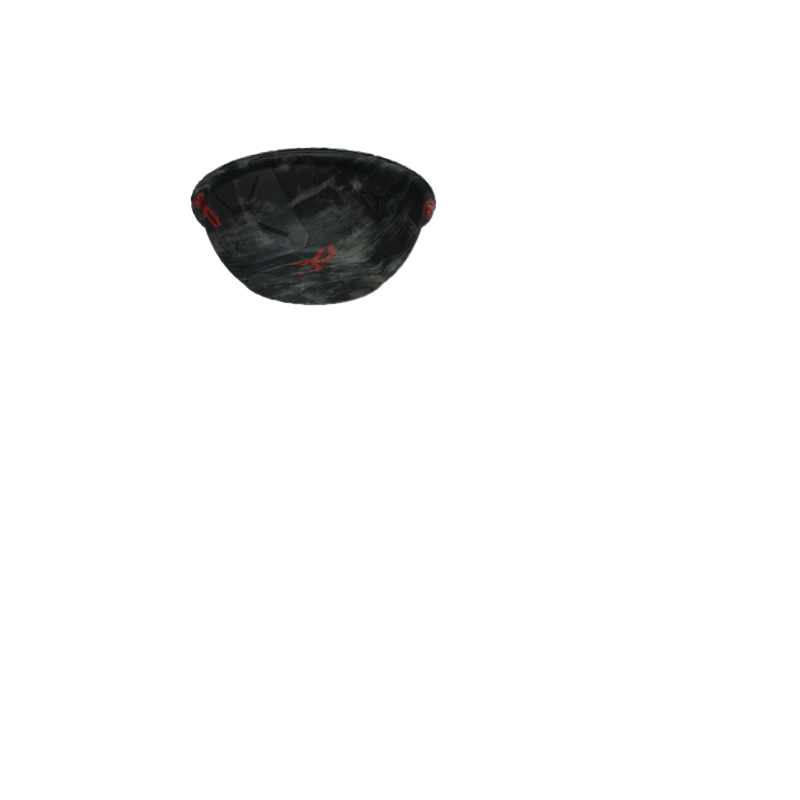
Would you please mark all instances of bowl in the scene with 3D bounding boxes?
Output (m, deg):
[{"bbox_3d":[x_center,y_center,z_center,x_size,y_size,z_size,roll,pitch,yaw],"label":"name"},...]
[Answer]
[{"bbox_3d":[-0.056,-0.103,0.721,0.162,0.058,0.155,0,-18,-2],"label":"bowl"}]
